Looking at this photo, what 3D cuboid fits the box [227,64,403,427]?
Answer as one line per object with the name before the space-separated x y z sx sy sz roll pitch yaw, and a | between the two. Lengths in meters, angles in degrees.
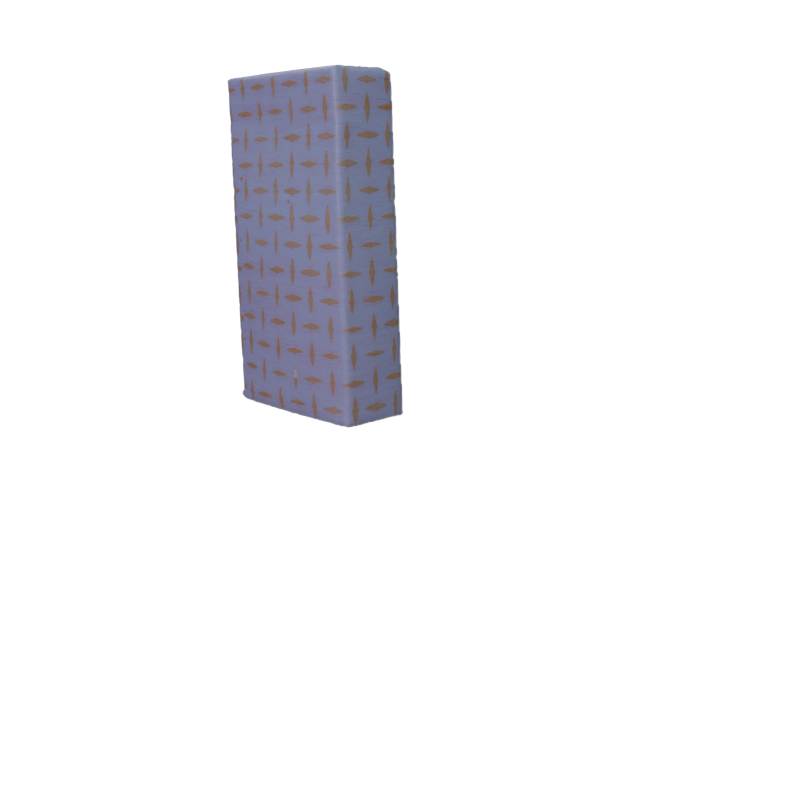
box | -0.045 -0.082 0.578 0.046 0.174 0.098 -4 7 -41
